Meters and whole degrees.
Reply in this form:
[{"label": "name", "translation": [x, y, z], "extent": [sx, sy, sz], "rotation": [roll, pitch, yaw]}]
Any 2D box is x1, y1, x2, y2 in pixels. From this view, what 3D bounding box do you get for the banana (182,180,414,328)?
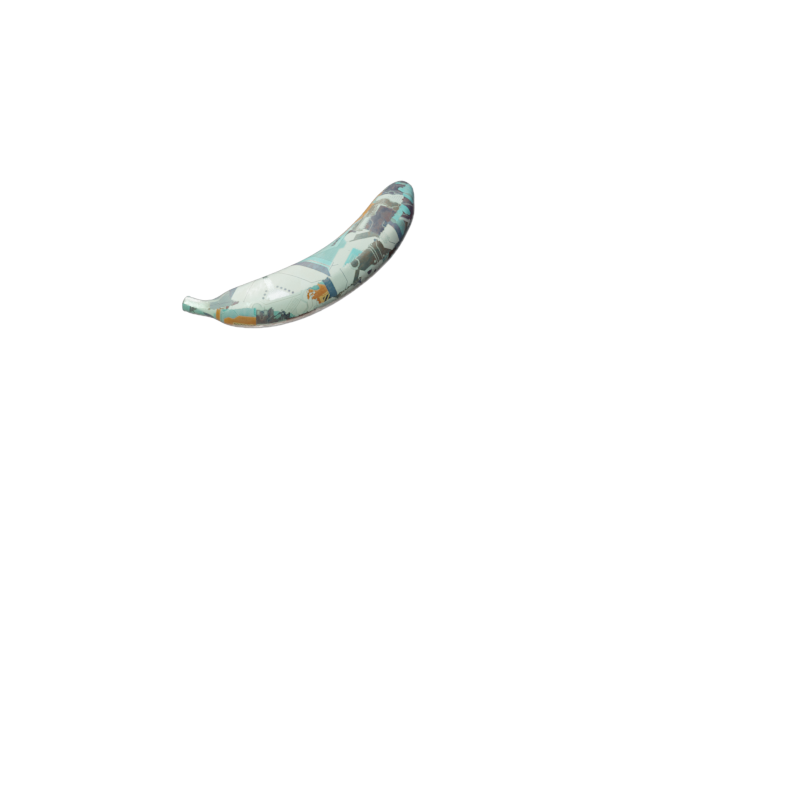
[{"label": "banana", "translation": [-0.053, -0.098, 0.772], "extent": [0.198, 0.034, 0.075], "rotation": [-31, 56, -24]}]
